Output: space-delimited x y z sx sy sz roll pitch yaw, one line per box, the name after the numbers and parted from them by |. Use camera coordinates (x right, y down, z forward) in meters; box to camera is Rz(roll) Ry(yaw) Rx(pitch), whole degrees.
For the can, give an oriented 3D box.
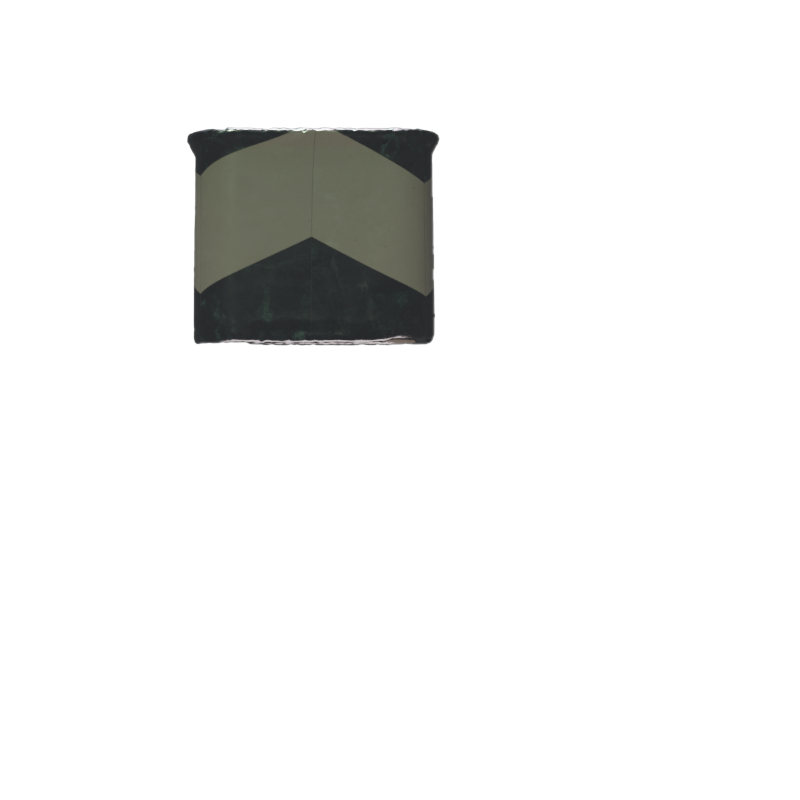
-0.036 -0.065 0.453 0.102 0.085 0.057 0 -4 -2 | can
